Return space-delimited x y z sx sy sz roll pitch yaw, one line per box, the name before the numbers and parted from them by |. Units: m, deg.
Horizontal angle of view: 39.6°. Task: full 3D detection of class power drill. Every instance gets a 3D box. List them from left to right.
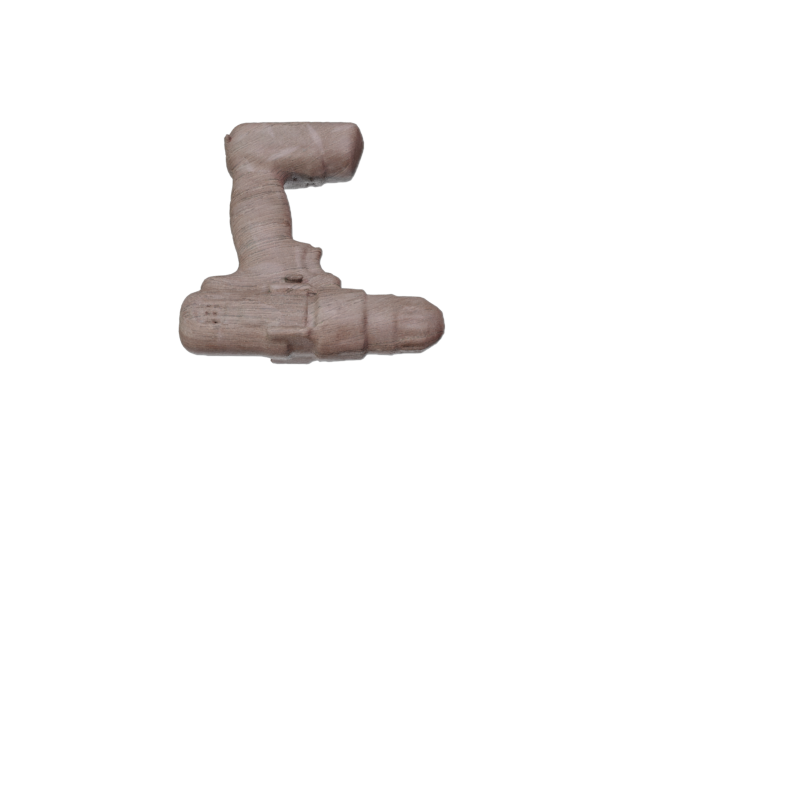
power drill | -0.063 -0.115 0.806 0.184 0.200 0.054 0 -31 0
